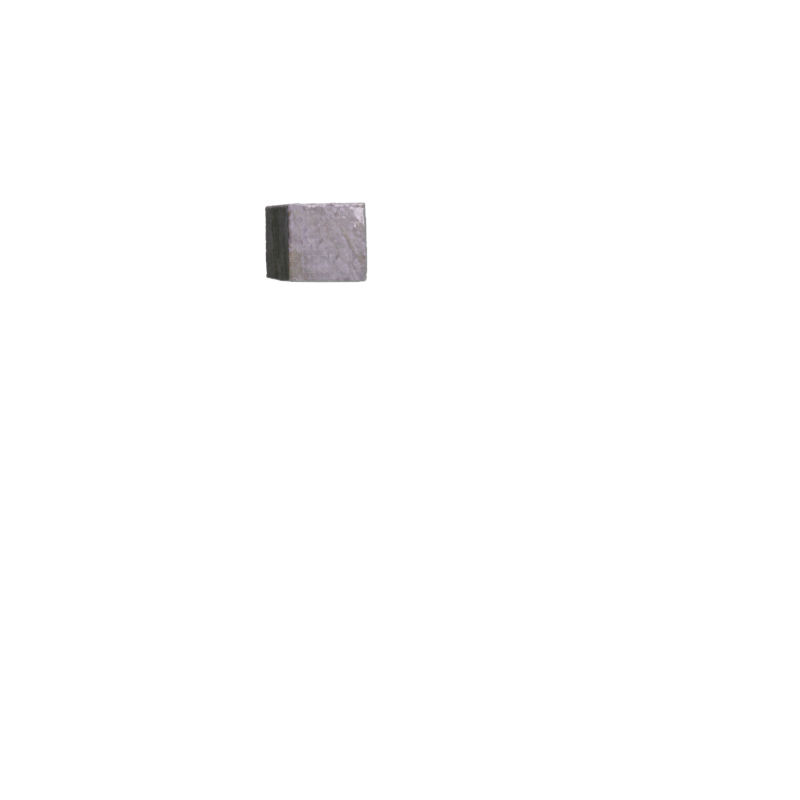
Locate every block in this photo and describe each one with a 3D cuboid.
[{"bbox_3d":[-0.058,-0.106,0.740,0.052,0.051,0.080,-1,6,-18],"label":"block"}]
